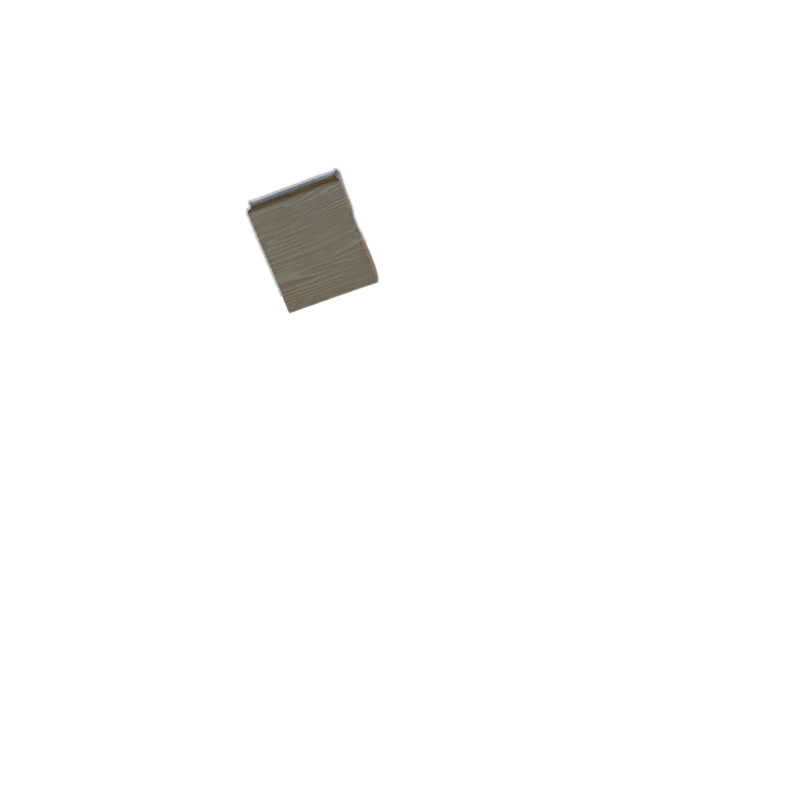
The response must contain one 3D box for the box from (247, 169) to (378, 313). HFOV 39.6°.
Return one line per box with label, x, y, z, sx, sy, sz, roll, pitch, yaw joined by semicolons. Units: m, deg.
box;-0.065;-0.119;0.831;0.073;0.085;0.031;-20;19;6
